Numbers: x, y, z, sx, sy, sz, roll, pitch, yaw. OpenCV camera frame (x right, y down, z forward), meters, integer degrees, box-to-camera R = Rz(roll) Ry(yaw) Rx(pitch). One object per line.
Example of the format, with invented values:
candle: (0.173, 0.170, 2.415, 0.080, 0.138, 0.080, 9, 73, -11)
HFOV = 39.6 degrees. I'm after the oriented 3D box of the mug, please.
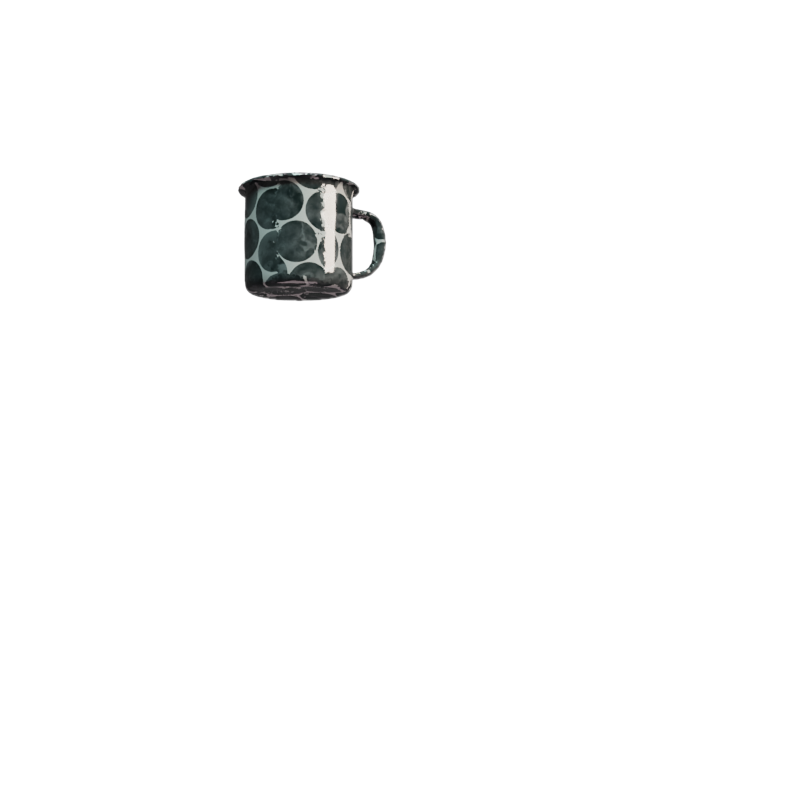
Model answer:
mug: (-0.066, -0.121, 0.846, 0.113, 0.084, 0.094, 3, -9, -24)
